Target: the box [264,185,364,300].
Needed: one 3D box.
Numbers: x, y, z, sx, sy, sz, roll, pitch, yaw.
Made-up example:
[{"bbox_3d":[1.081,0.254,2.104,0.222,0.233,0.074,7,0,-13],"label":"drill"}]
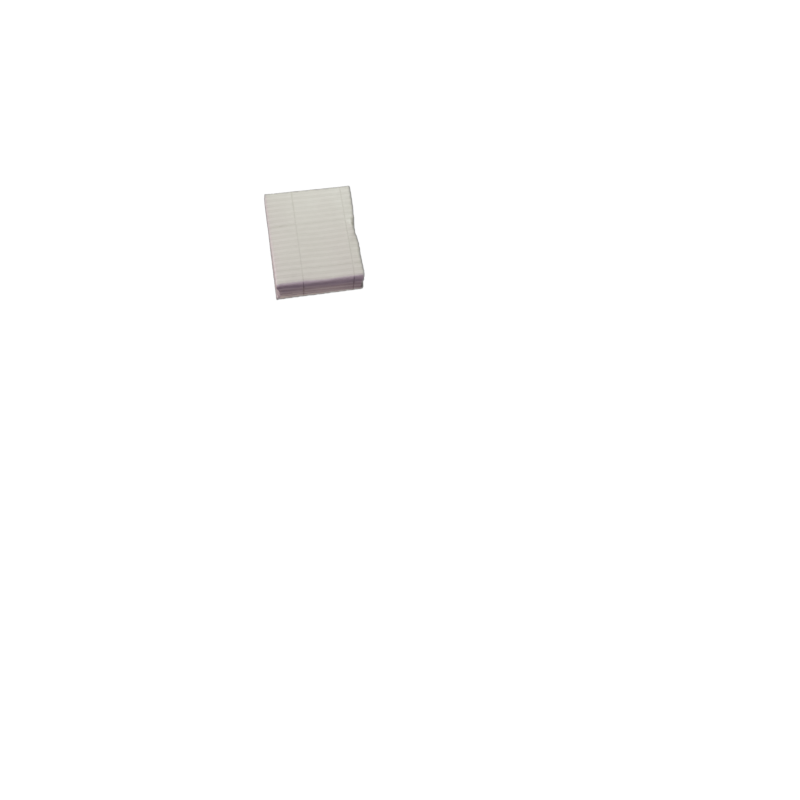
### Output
[{"bbox_3d":[-0.072,-0.131,0.915,0.073,0.095,0.028,-7,-27,-4],"label":"box"}]
